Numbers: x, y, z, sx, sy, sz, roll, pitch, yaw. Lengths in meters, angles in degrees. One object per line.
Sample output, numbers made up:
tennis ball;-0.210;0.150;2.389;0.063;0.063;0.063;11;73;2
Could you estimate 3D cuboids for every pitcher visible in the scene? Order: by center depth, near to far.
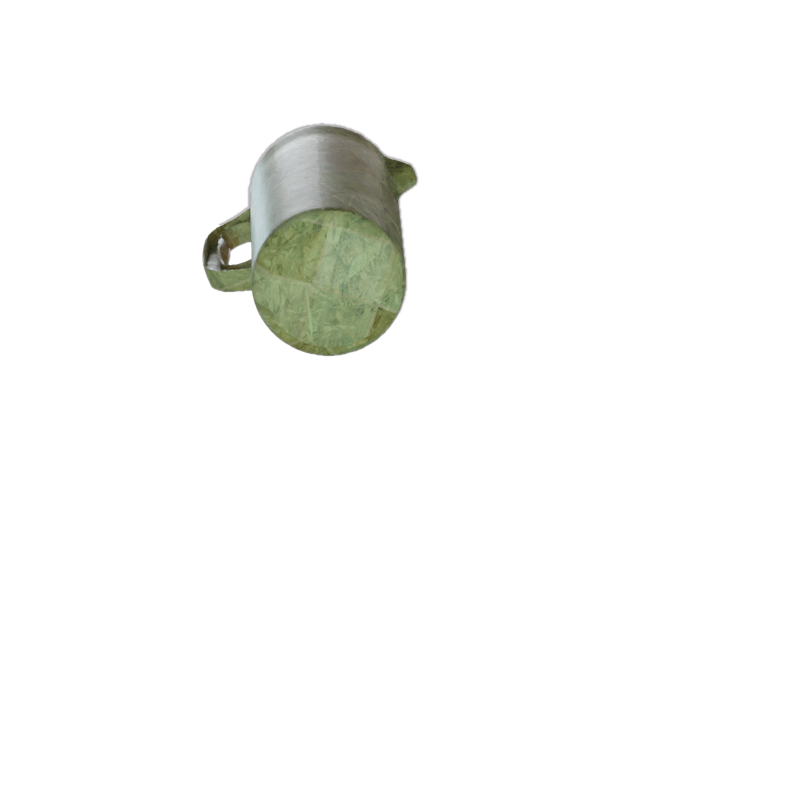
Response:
pitcher;-0.068;-0.124;0.872;0.142;0.146;0.255;25;19;-13
